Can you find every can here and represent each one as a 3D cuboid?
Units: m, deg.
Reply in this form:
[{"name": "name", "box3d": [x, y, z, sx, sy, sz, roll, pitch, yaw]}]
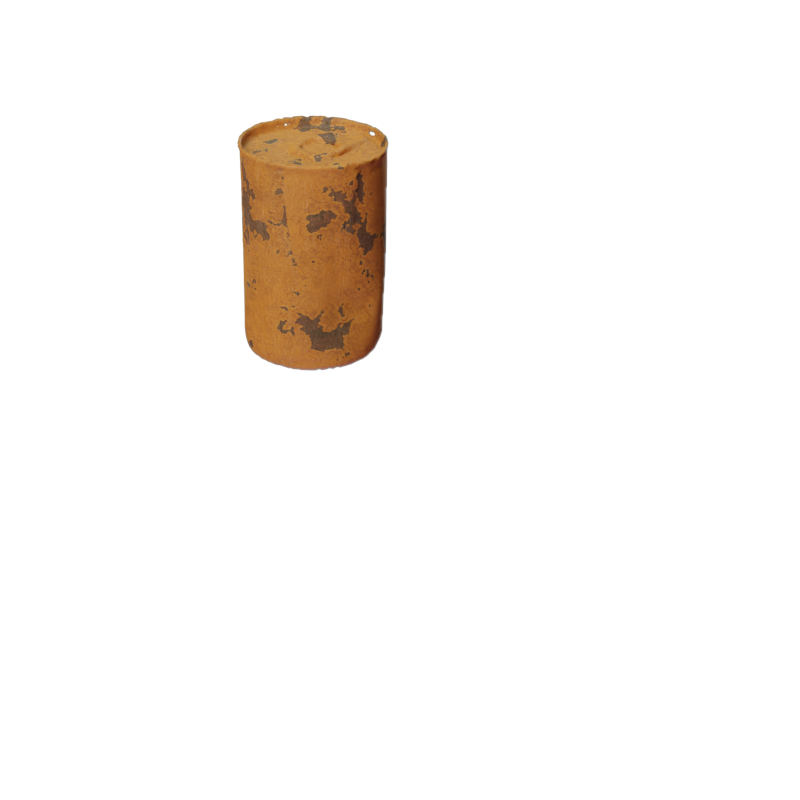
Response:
[{"name": "can", "box3d": [-0.041, -0.074, 0.519, 0.068, 0.097, 0.073, 0, 28, -2]}]
